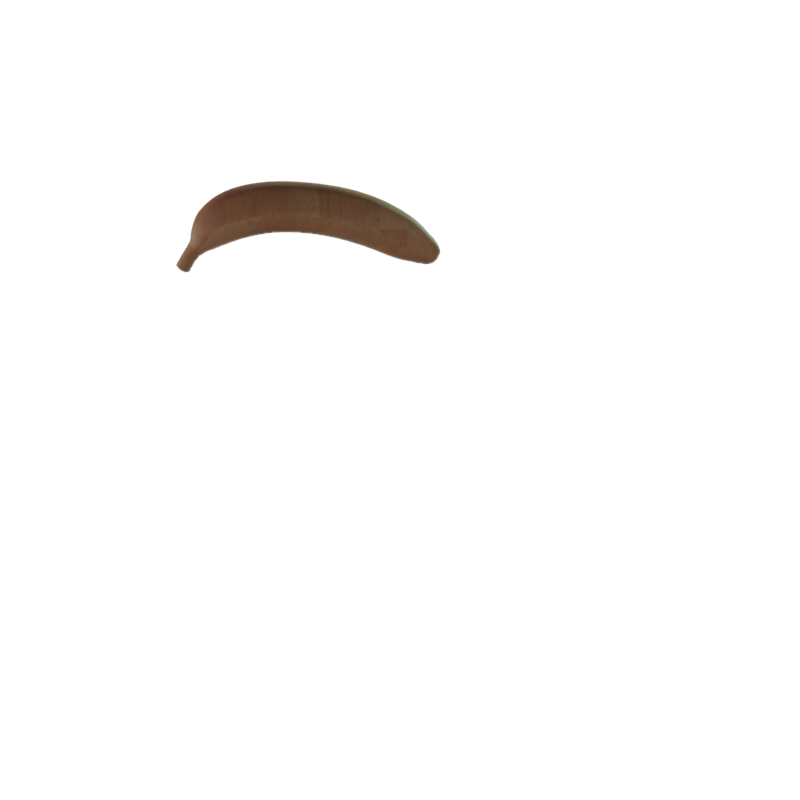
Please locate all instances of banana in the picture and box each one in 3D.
[{"bbox_3d":[-0.068,-0.131,0.820,0.198,0.039,0.065,0,-43,0],"label":"banana"}]
